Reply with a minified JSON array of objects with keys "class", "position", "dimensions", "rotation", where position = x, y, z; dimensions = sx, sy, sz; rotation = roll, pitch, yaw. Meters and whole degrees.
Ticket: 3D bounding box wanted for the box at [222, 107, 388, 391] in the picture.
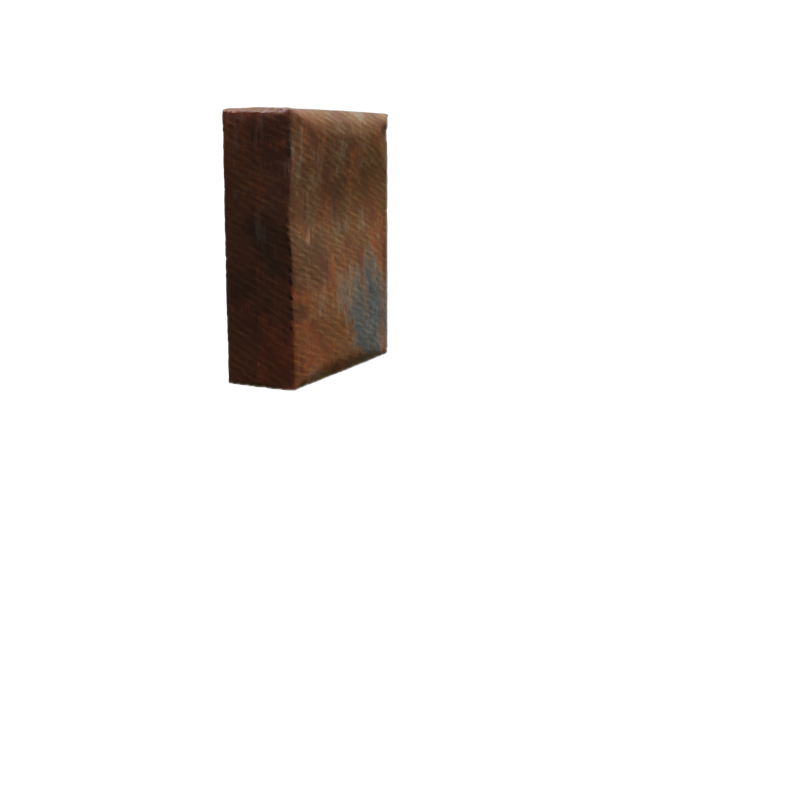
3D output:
[{"class":"box","position":[-0.071,-0.129,0.903],"dimensions":[0.074,0.211,0.161],"rotation":[3,9,27]}]
